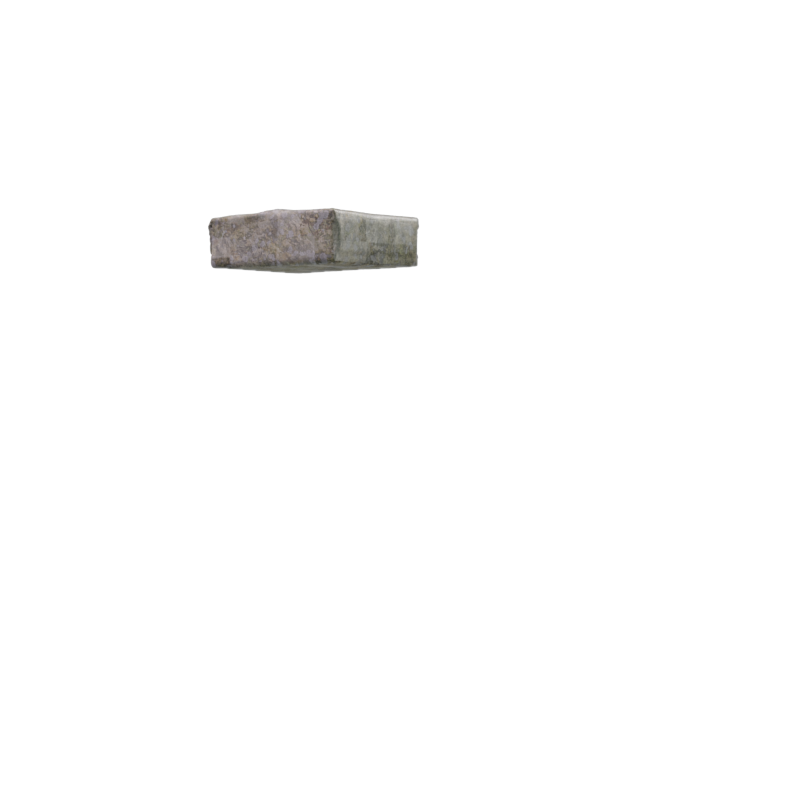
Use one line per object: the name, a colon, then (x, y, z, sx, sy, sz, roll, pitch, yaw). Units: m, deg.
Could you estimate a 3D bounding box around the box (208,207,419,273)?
box: (-0.047, -0.085, 0.594, 0.093, 0.030, 0.070, 3, 4, 38)
